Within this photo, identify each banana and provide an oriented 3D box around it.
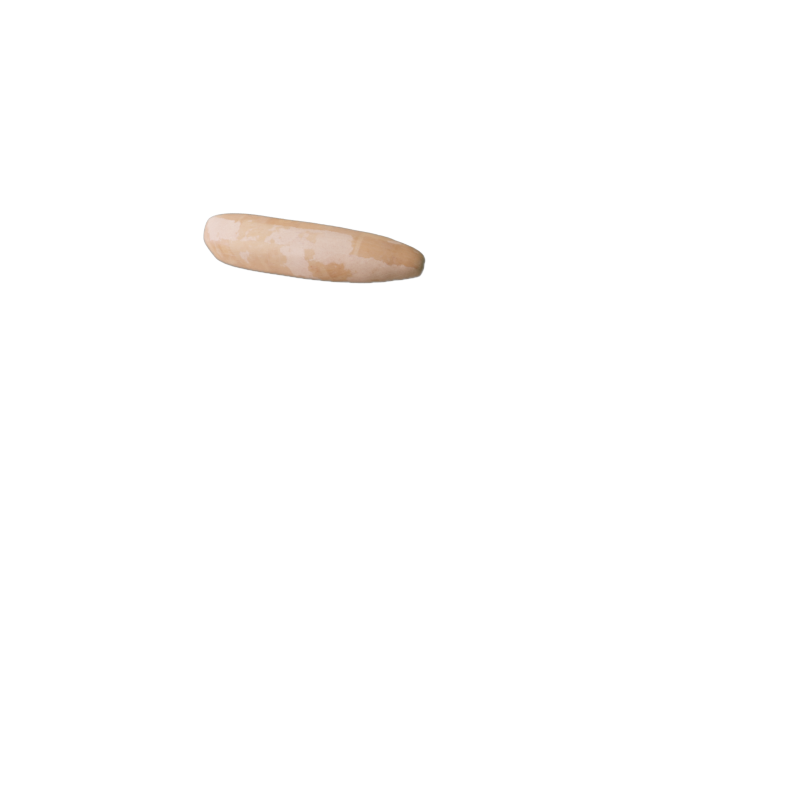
[{"bbox_3d":[-0.075,-0.105,0.742,0.068,0.036,0.209,-13,20,-41],"label":"banana"}]
